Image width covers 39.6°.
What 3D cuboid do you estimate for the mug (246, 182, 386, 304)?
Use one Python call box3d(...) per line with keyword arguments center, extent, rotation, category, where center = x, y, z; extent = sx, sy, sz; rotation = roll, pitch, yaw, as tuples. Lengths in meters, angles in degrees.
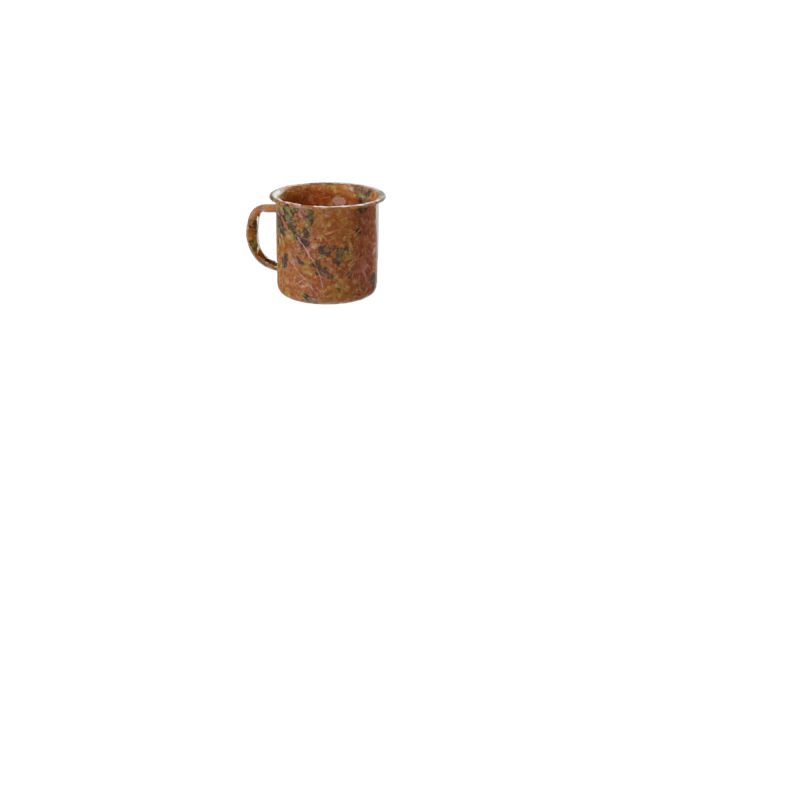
box3d(center=(-0.070, -0.128, 0.897), extent=(0.120, 0.078, 0.095), rotation=(7, 21, 16), category="mug")
